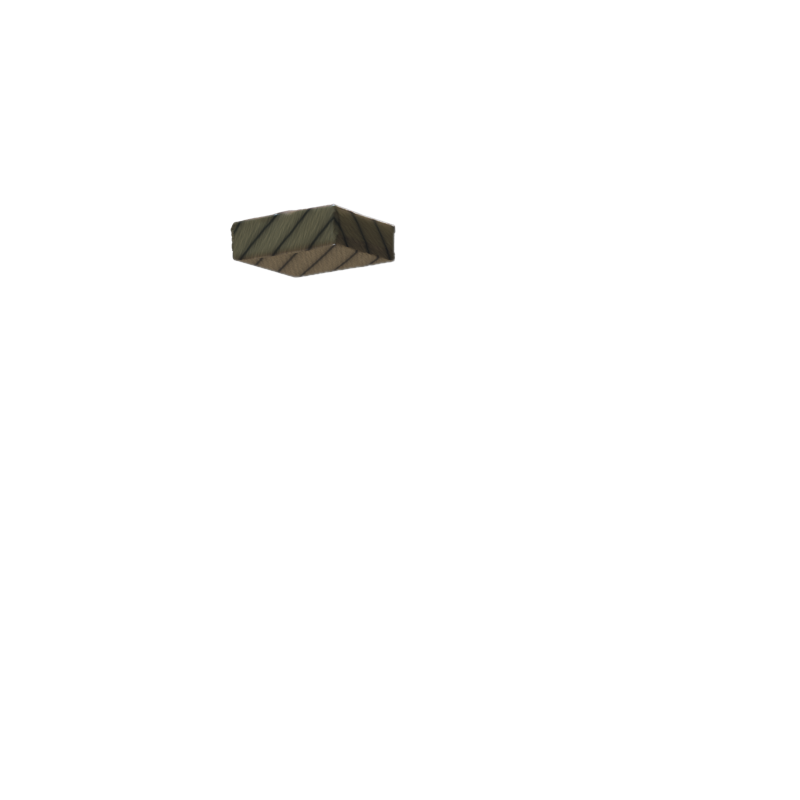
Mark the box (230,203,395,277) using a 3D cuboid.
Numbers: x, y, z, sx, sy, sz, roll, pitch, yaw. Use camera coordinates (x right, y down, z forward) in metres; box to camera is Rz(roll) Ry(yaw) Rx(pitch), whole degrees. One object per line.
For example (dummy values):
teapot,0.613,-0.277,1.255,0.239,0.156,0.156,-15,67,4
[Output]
box,-0.059,-0.108,0.757,0.092,0.031,0.069,-4,-7,34
